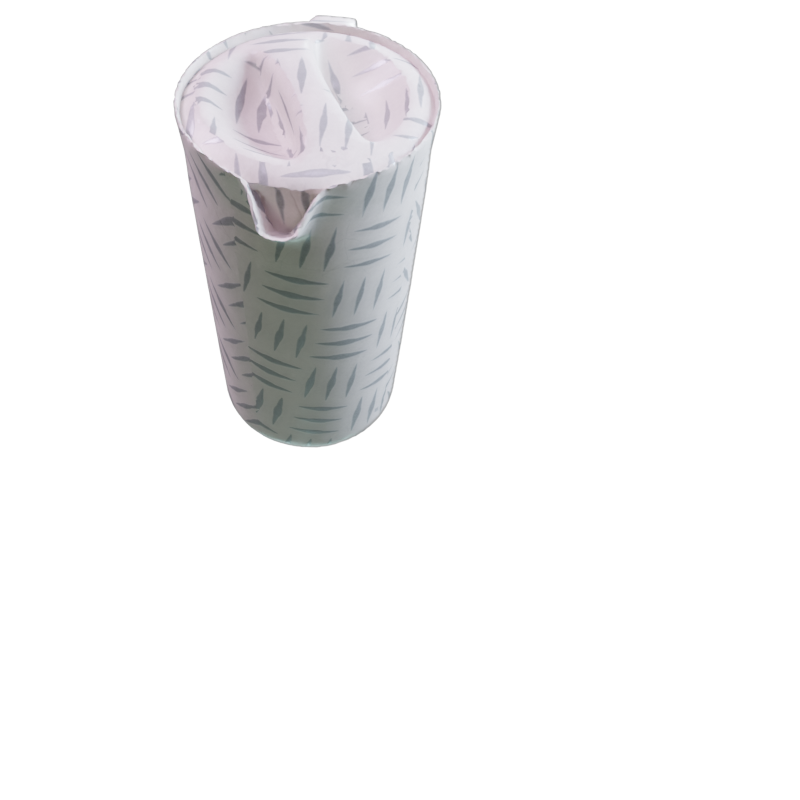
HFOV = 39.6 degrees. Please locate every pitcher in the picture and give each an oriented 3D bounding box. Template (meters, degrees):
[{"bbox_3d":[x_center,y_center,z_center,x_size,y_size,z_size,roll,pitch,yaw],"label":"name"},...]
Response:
[{"bbox_3d":[-0.050,-0.091,0.641,0.149,0.226,0.155,-30,57,-25],"label":"pitcher"}]
